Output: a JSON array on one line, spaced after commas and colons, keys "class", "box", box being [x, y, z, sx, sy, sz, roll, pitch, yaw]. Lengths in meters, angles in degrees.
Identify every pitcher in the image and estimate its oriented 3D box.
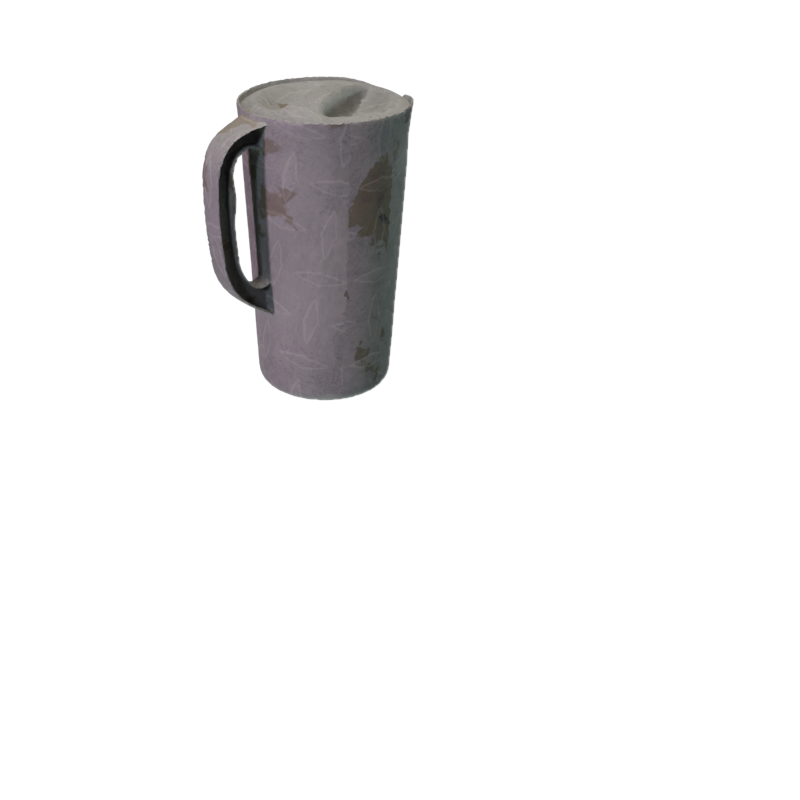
[{"class": "pitcher", "box": [-0.068, -0.124, 0.871, 0.150, 0.231, 0.152, 3, 25, 3]}]
